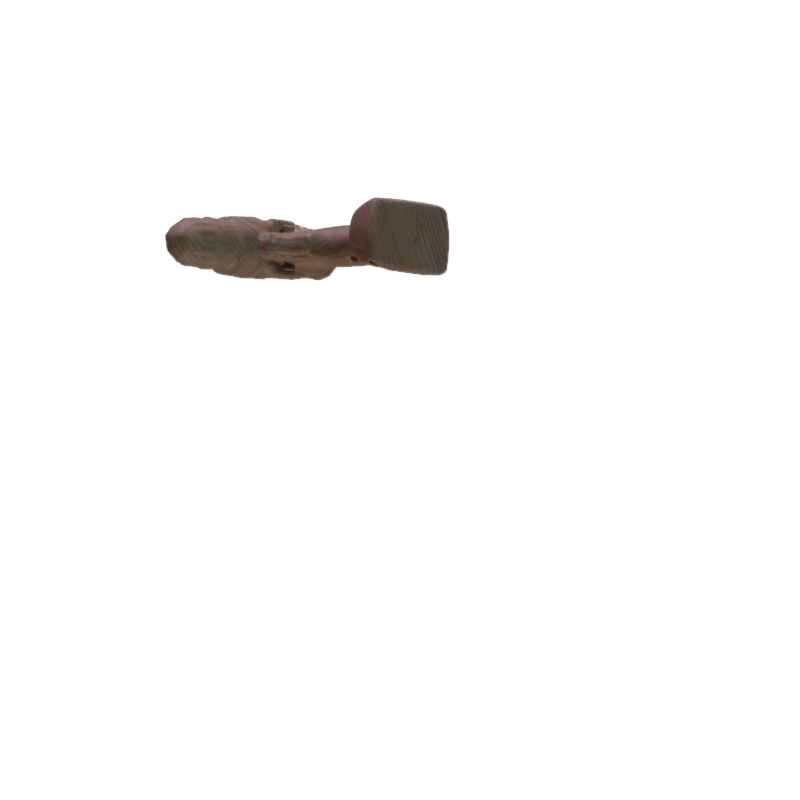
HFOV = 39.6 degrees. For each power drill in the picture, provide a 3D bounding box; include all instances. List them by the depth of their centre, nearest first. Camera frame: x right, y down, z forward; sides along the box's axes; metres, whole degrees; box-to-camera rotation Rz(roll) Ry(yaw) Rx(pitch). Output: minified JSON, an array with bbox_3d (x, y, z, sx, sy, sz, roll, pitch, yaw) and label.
[{"bbox_3d":[-0.070,-0.128,0.897,0.195,0.057,0.177,3,5,40],"label":"power drill"}]
